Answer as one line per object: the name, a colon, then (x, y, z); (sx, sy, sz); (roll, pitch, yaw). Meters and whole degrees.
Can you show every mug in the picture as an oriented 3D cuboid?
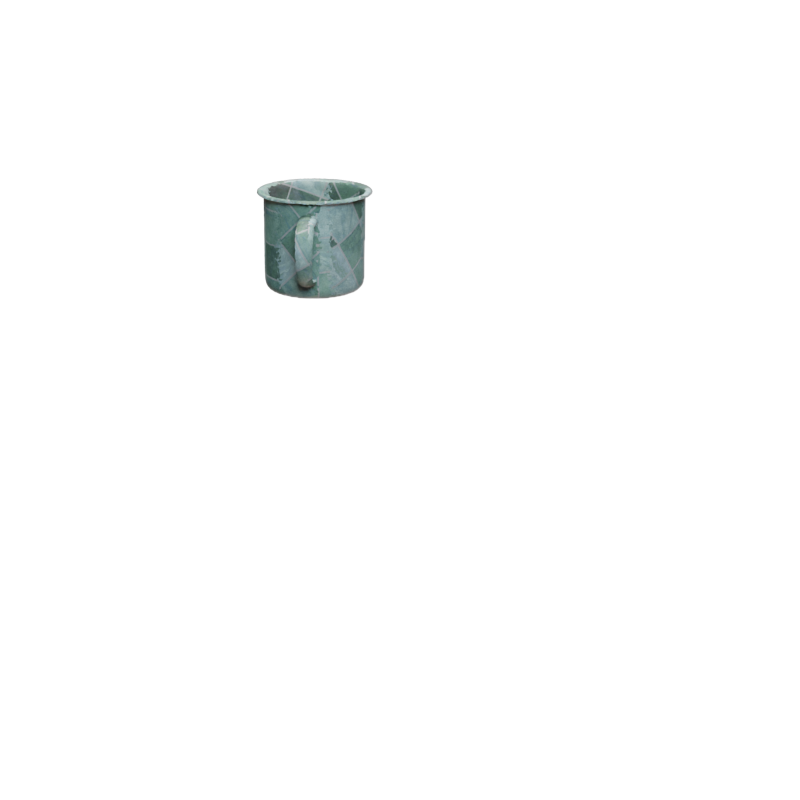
mug: (-0.070, -0.127, 0.891); (0.093, 0.078, 0.122); (1, 20, 1)
